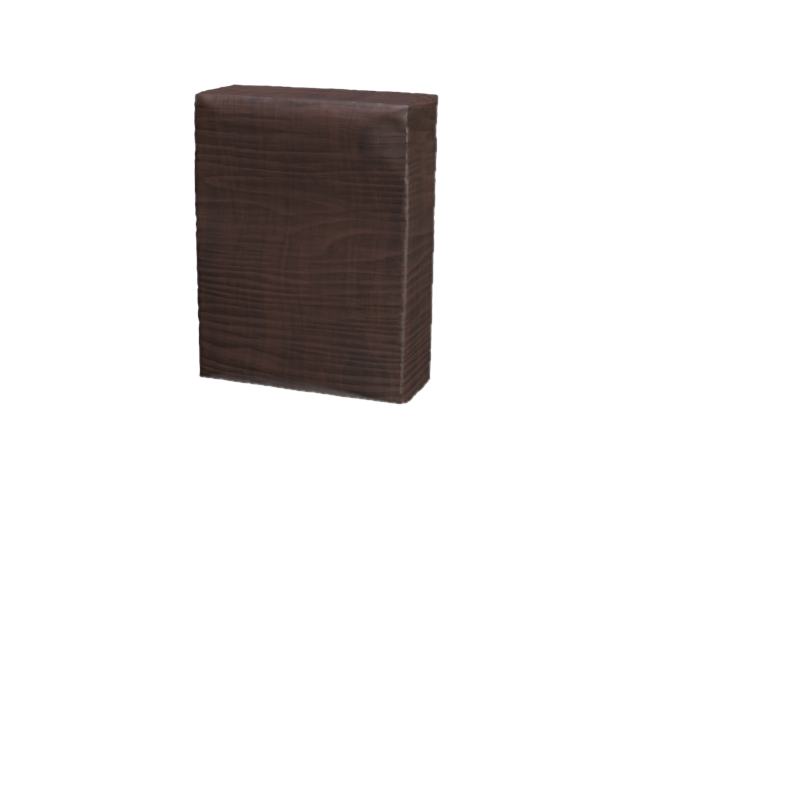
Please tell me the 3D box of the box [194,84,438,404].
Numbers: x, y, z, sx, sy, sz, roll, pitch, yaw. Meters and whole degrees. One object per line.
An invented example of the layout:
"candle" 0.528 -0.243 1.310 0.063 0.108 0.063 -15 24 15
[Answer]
"box" -0.062 -0.114 0.796 0.169 0.206 0.072 7 17 21
